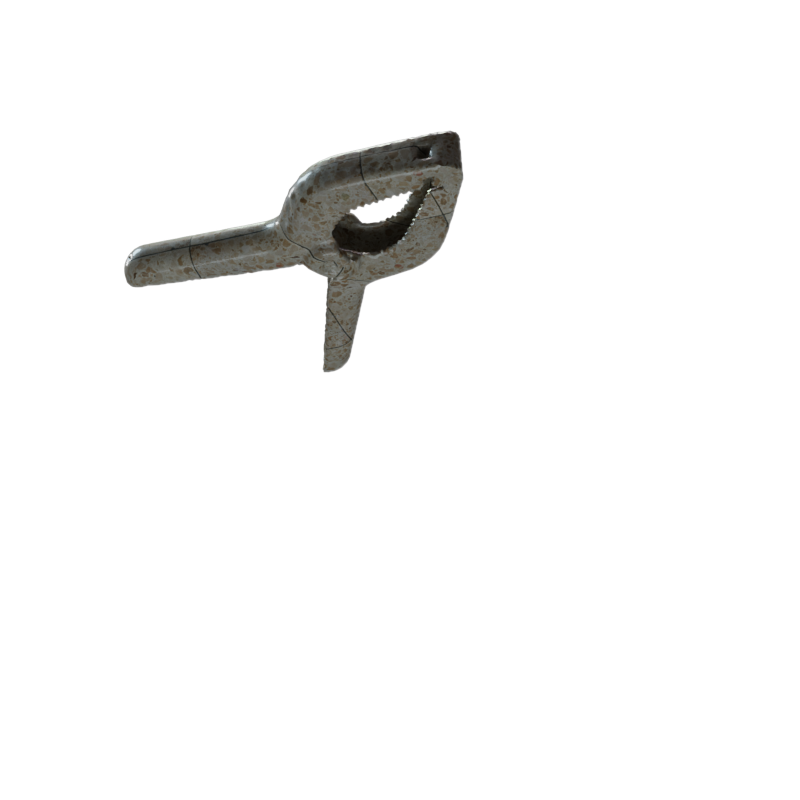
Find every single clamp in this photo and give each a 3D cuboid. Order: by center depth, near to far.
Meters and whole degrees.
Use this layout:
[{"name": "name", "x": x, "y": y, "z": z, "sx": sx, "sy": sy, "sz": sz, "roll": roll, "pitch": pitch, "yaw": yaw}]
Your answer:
[{"name": "clamp", "x": -0.050, "y": -0.091, "z": 0.635, "sx": 0.157, "sy": 0.039, "sz": 0.206, "roll": 20, "pitch": -38, "yaw": -28}]
